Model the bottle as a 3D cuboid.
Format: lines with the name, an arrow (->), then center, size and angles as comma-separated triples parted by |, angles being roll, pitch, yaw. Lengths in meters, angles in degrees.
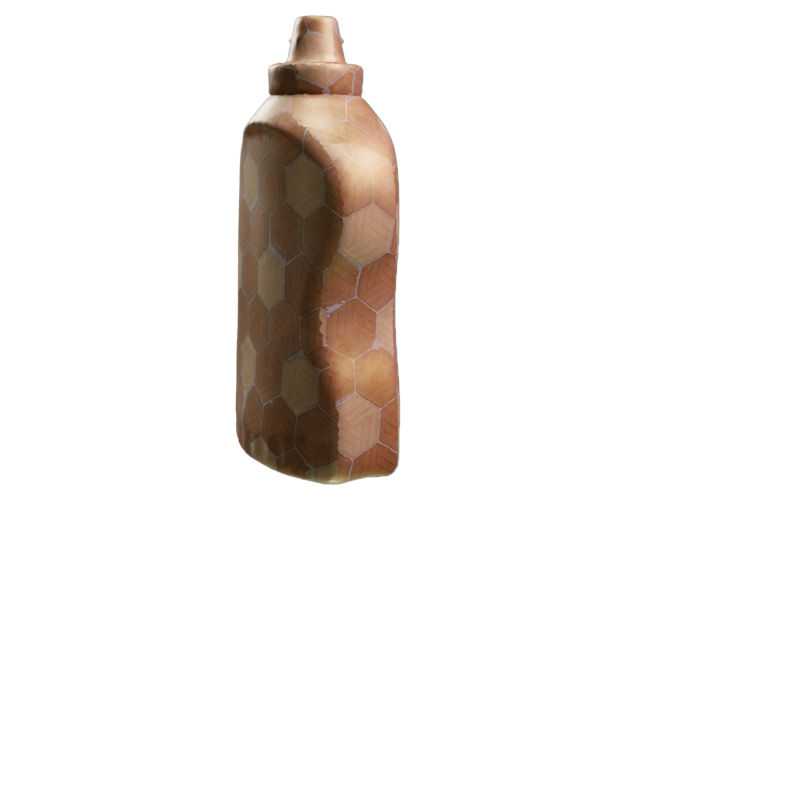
bottle -> -0.037, -0.069, 0.480 | 0.057, 0.189, 0.100 | -3, 7, -29
